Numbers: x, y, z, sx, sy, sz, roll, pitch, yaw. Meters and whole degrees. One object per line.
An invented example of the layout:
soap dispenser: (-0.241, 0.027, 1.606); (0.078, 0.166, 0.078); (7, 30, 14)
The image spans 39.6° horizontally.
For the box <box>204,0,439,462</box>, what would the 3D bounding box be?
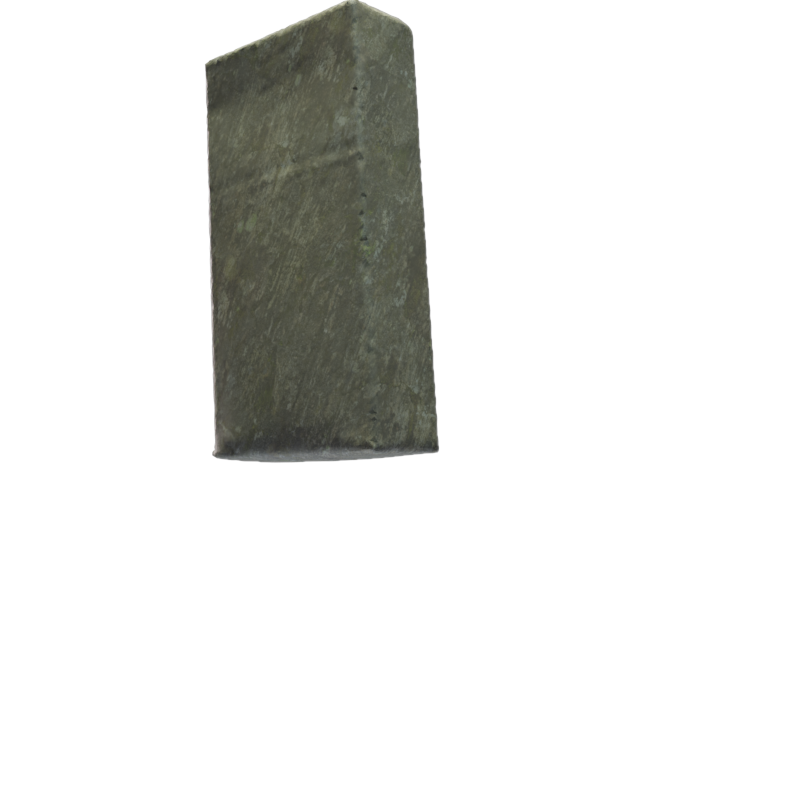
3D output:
box: (-0.035, -0.065, 0.457); (0.095, 0.182, 0.045); (-11, -16, 40)
